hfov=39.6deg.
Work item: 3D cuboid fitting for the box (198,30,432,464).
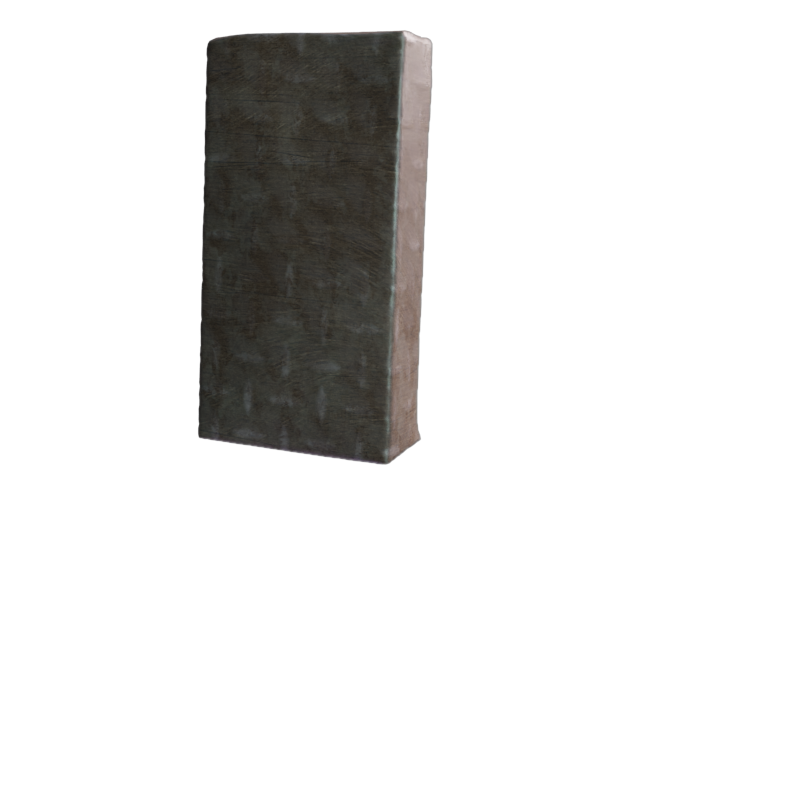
[{"bbox_3d":[-0.038,-0.068,0.477,0.096,0.173,0.047,4,7,23],"label":"box"}]
